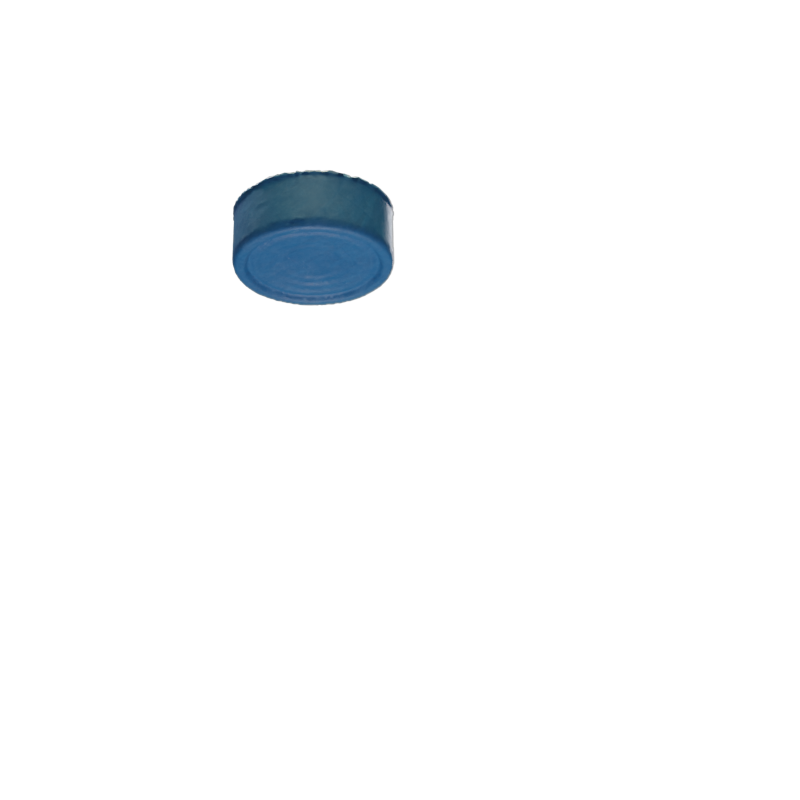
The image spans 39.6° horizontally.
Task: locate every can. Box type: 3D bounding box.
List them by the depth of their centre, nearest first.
[{"bbox_3d":[-0.046,-0.083,0.582,0.086,0.036,0.081,1,-26,-2],"label":"can"}]
